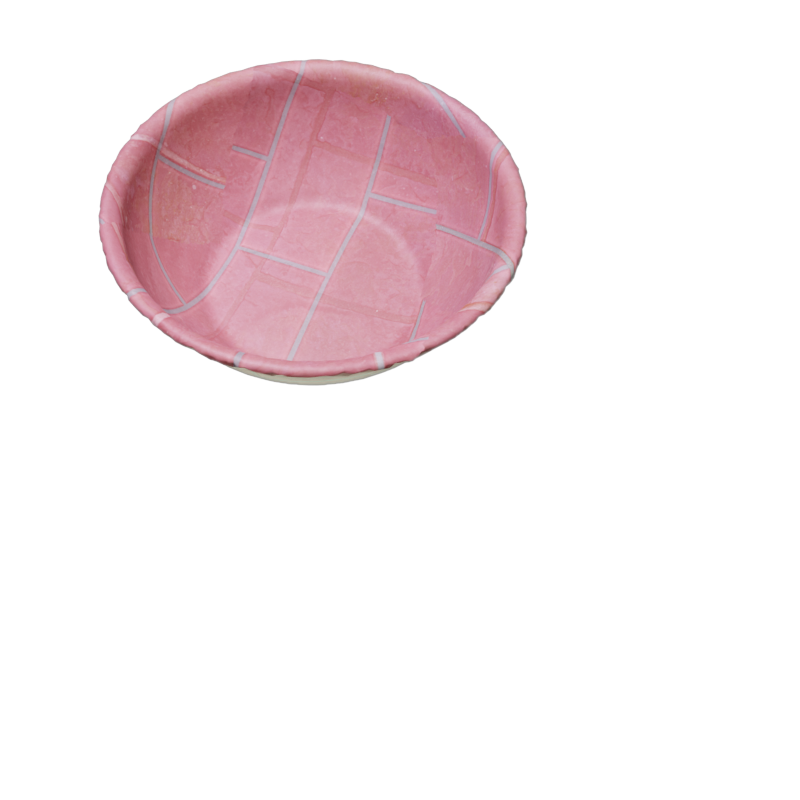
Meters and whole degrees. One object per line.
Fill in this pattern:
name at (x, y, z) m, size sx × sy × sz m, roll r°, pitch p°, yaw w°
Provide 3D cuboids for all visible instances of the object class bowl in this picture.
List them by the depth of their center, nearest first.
bowl at (-0.034, -0.062, 0.438) m, size 0.162 × 0.174 × 0.051 m, roll -1°, pitch -37°, yaw -1°
